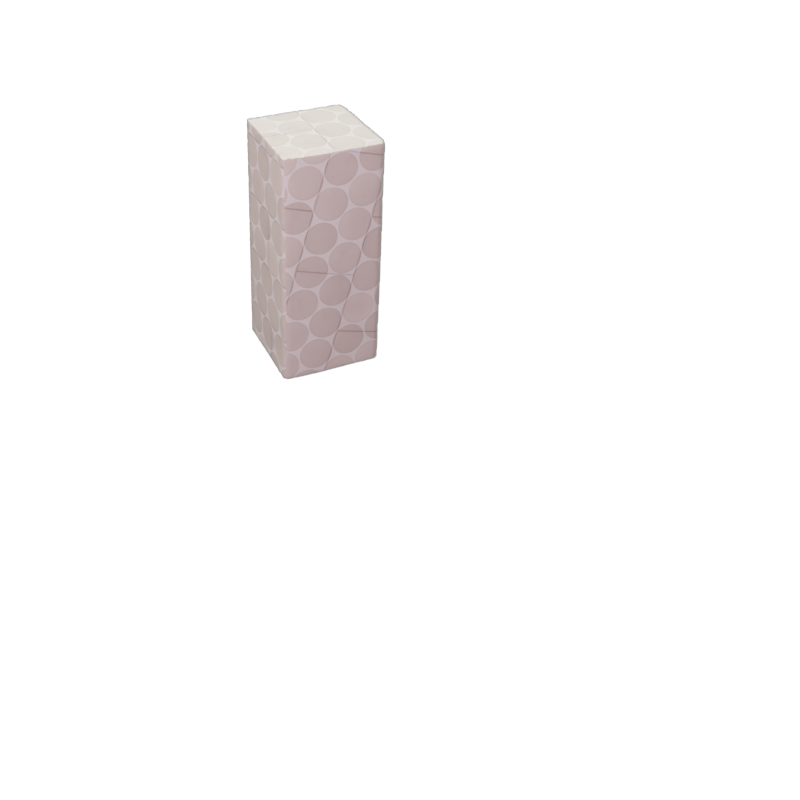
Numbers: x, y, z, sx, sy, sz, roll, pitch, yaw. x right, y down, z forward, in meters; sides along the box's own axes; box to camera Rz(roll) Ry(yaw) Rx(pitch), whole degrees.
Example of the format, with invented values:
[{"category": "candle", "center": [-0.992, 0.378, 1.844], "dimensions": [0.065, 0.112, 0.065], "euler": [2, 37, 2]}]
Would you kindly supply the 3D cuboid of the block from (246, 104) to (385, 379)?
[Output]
[{"category": "block", "center": [-0.073, -0.135, 0.943], "dimensions": [0.089, 0.194, 0.098], "euler": [-12, 34, -22]}]
